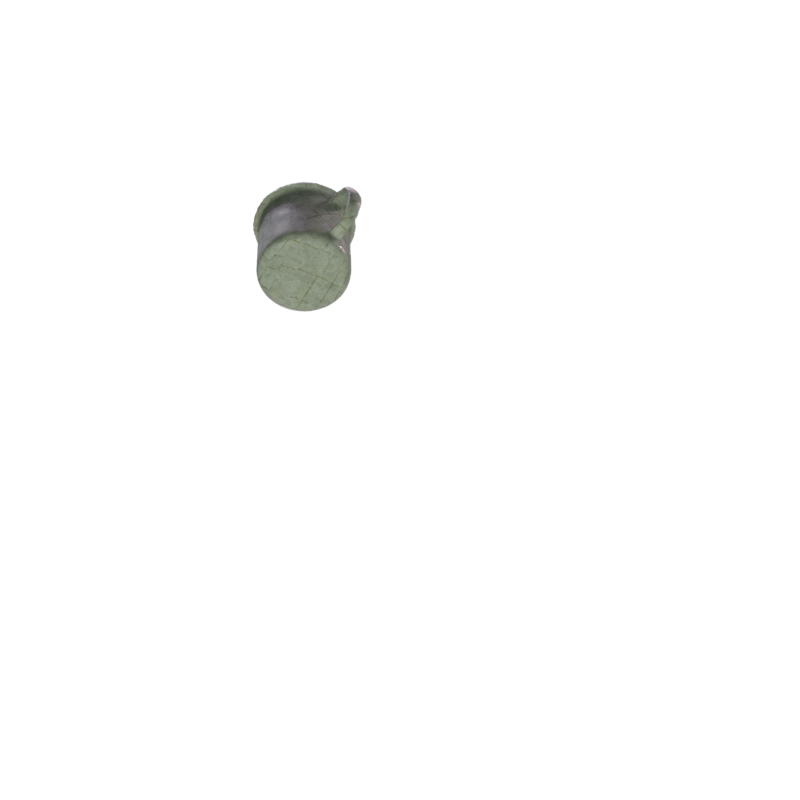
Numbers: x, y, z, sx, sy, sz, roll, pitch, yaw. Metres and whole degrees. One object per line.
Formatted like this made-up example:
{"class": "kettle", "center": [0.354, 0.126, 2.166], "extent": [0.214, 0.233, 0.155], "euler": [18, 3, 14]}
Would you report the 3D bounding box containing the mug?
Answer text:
{"class": "mug", "center": [-0.076, -0.138, 0.970], "extent": [0.116, 0.087, 0.088], "euler": [-39, -61, 24]}
